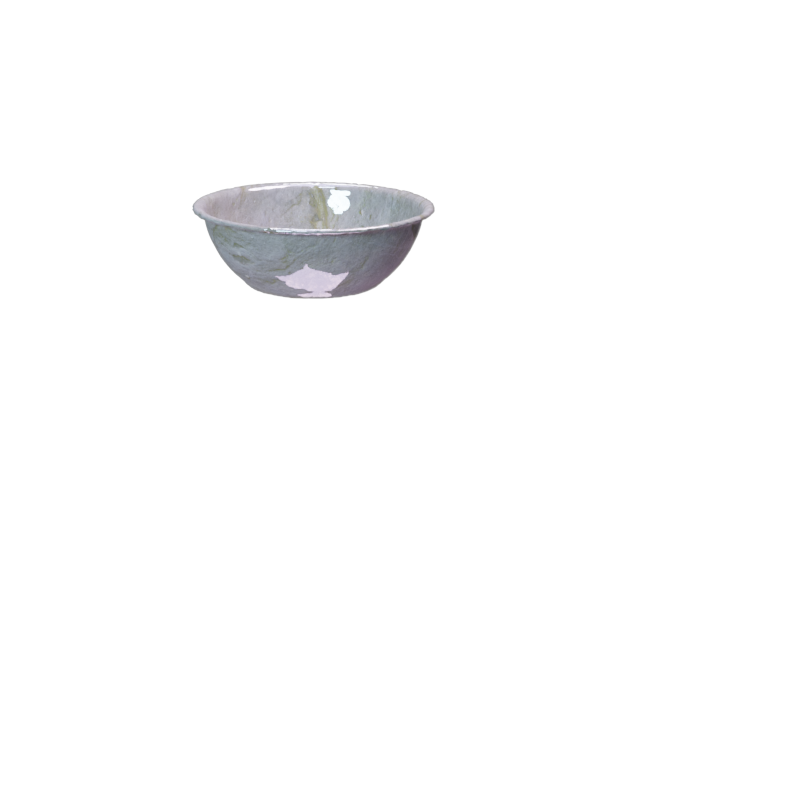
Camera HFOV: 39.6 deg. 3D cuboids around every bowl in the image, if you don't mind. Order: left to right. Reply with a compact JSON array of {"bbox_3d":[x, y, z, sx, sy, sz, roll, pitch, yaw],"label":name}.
[{"bbox_3d":[-0.058,-0.107,0.746,0.162,0.053,0.169,-1,20,-2],"label":"bowl"}]
